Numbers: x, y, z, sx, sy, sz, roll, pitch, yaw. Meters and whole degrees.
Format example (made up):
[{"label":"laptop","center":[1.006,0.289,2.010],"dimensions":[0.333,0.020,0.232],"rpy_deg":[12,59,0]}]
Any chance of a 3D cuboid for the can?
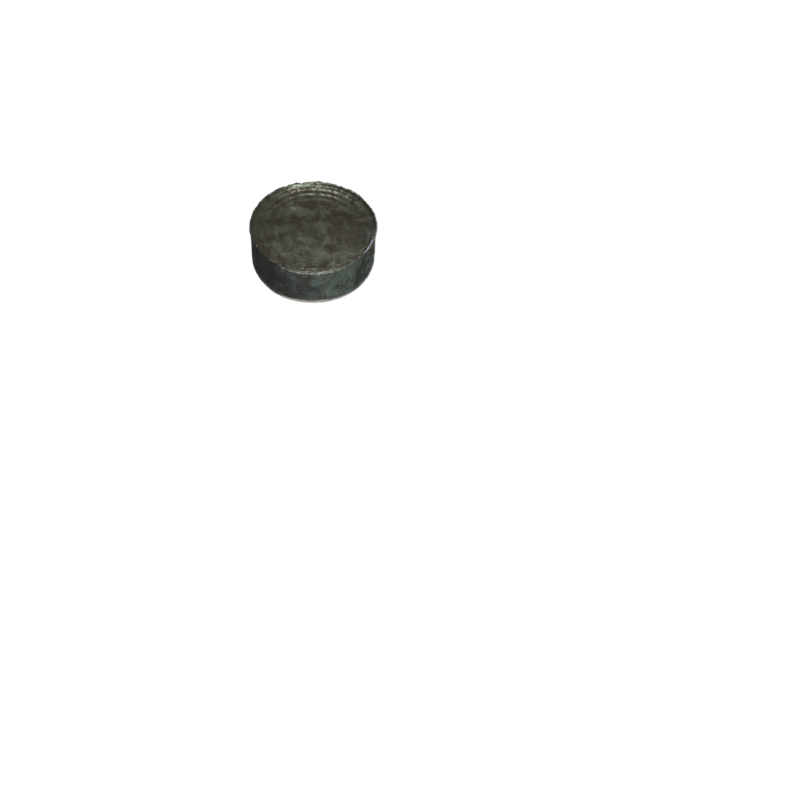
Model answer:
[{"label":"can","center":[-0.059,-0.107,0.751],"dimensions":[0.086,0.092,0.031],"rpy_deg":[-1,-40,-1]}]
